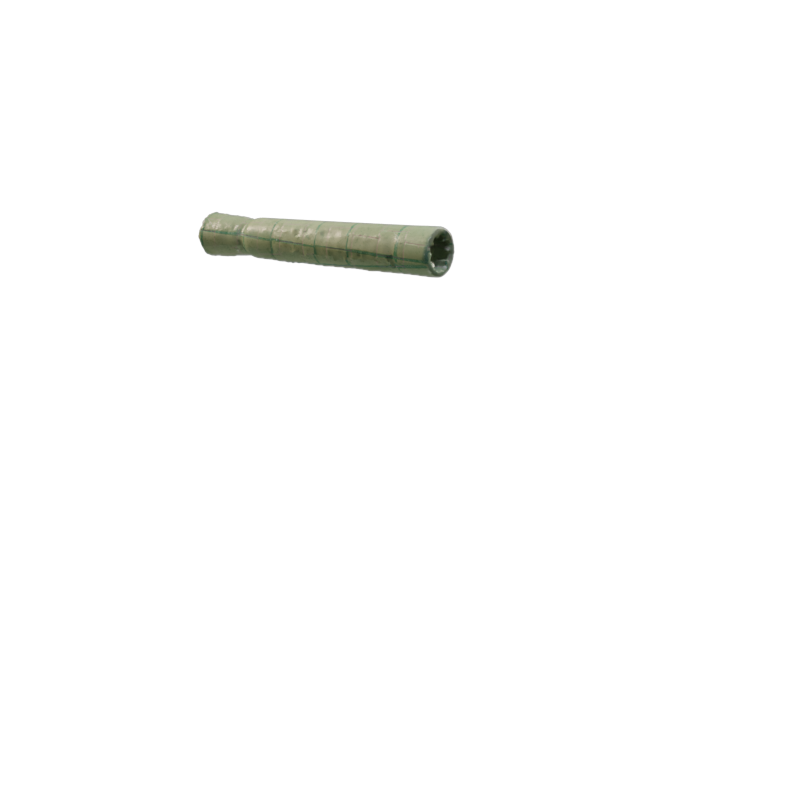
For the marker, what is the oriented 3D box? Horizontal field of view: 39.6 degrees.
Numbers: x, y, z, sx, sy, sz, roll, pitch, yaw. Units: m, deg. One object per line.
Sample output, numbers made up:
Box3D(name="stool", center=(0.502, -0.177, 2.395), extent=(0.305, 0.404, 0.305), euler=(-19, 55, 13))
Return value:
Box3D(name="marker", center=(-0.034, -0.063, 0.440), extent=(0.127, 0.019, 0.019), euler=(10, 9, 37))
